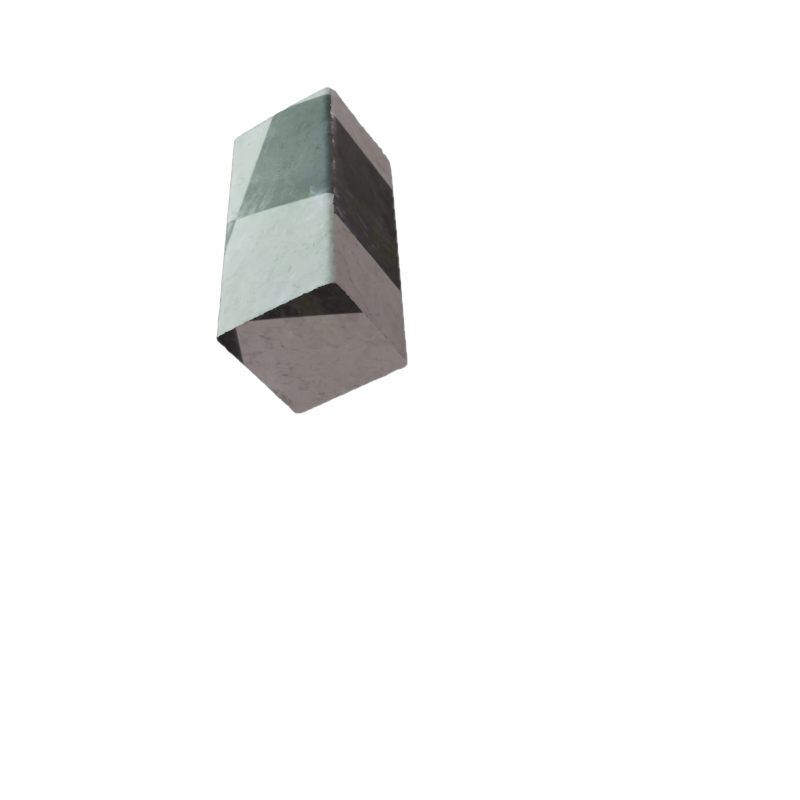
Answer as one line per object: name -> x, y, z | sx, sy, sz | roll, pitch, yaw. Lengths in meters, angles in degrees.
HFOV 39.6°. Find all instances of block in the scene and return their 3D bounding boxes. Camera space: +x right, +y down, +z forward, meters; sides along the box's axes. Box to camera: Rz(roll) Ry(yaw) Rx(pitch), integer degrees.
block -> -0.059, -0.110, 0.764 | 0.090, 0.221, 0.084 | -26, -48, 21
